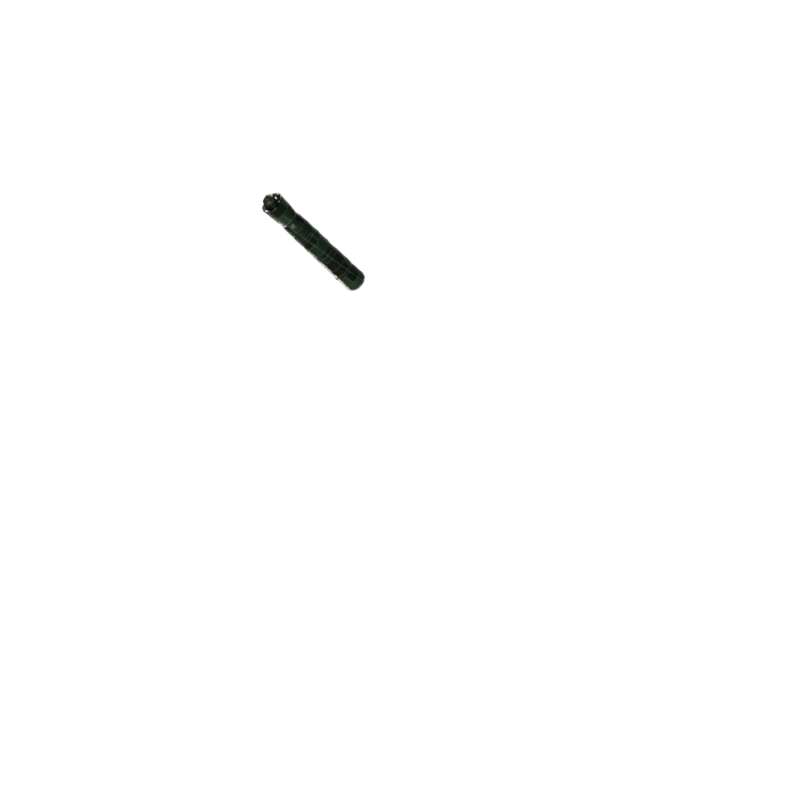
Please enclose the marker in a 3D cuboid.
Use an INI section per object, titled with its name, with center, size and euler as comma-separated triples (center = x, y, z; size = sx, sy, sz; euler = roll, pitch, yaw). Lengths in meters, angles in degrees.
[marker]
center = -0.069, -0.126, 0.883
size = 0.021, 0.020, 0.112
euler = 3, -28, 44
